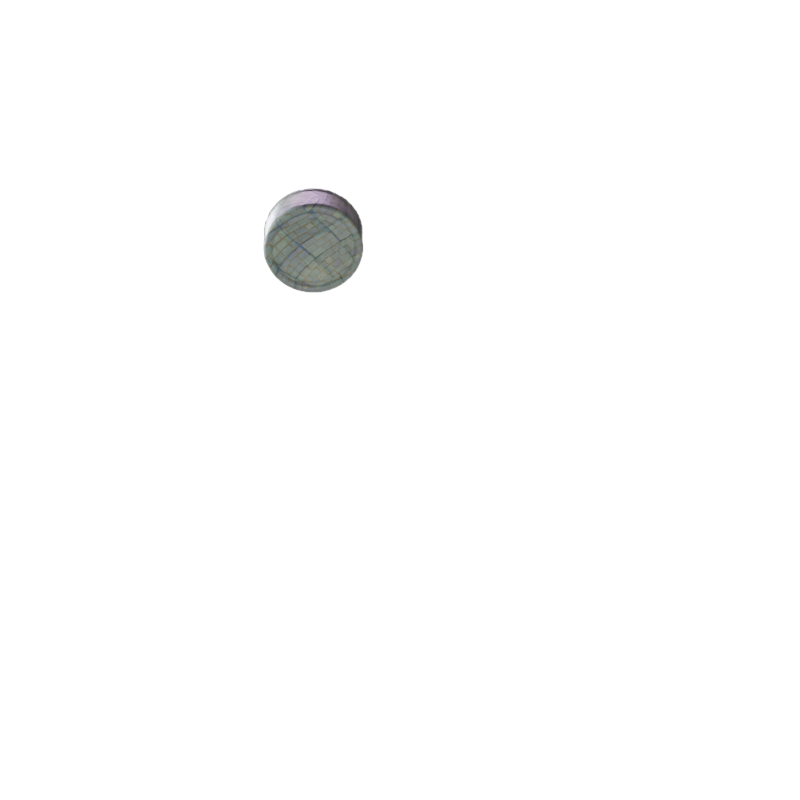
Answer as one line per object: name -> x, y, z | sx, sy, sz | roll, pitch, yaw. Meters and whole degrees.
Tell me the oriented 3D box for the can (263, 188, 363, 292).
can -> -0.074, -0.135, 0.948 | 0.086, 0.081, 0.036 | 1, 30, -1
